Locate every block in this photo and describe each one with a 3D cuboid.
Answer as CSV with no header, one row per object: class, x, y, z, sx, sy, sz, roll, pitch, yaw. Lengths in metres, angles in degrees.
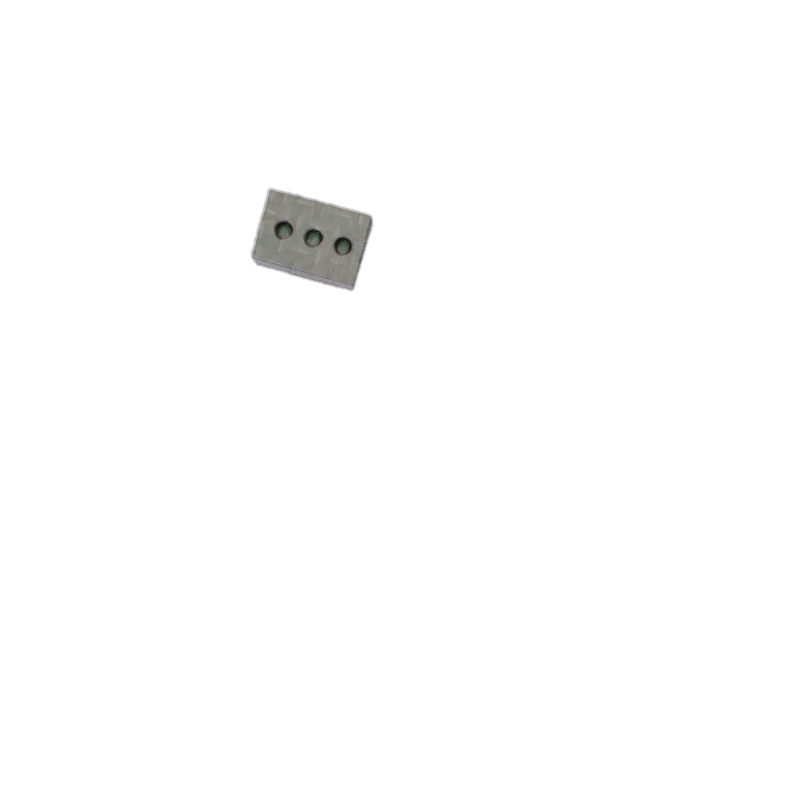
block,-0.063,-0.115,0.807,0.078,0.053,0.051,14,-4,0
